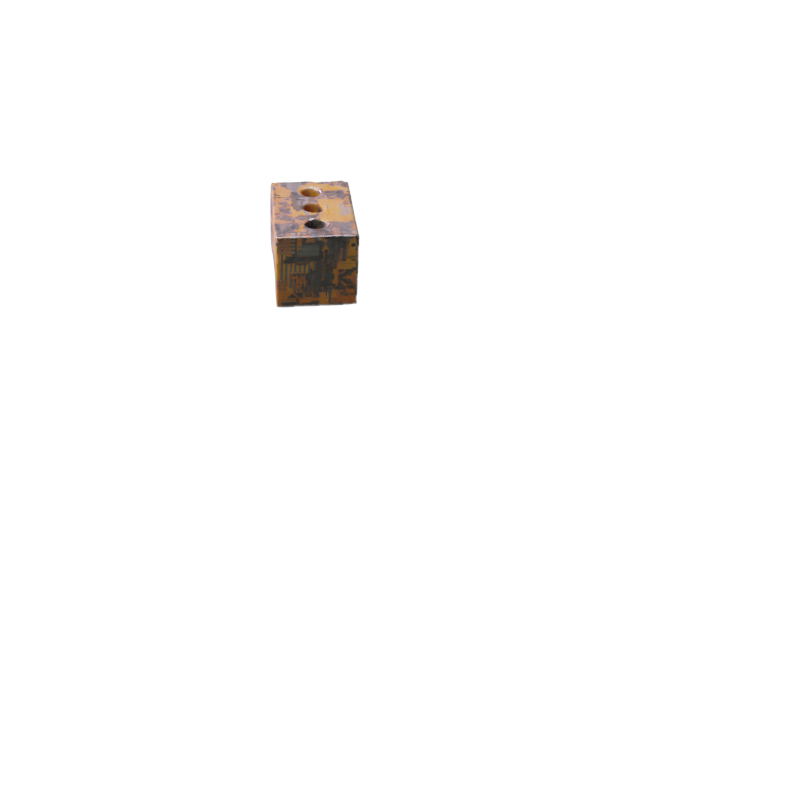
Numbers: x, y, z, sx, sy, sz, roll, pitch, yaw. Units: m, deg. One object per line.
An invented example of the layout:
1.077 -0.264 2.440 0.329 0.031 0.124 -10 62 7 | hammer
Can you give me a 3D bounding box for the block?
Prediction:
-0.056 -0.102 0.711 0.052 0.048 0.084 -3 34 -7 | block
